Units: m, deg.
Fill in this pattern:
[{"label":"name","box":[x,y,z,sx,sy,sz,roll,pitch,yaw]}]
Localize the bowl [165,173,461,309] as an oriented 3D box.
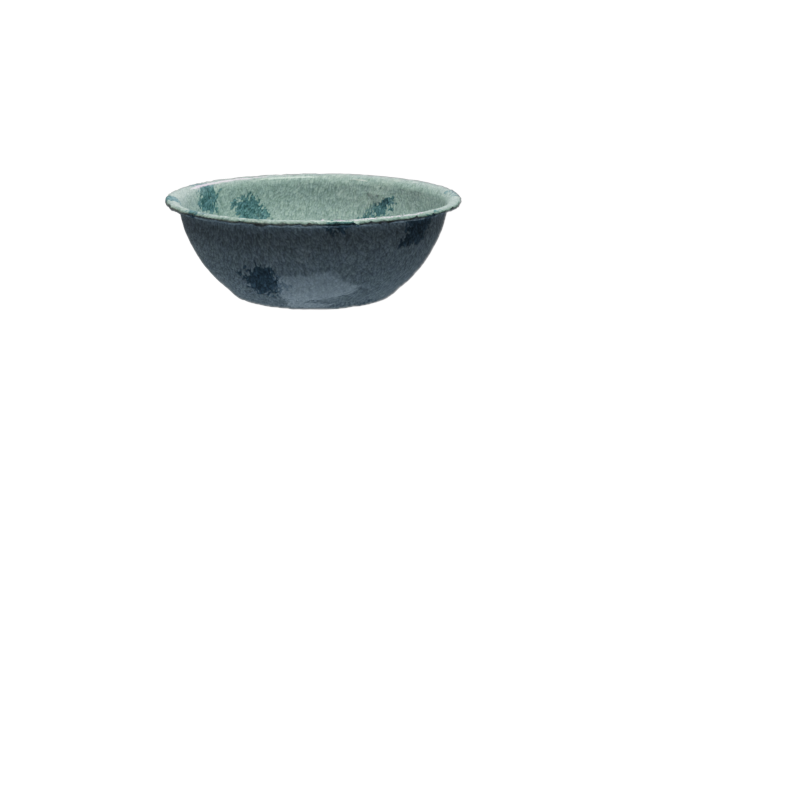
[{"label":"bowl","box":[-0.048,-0.088,0.614,0.162,0.053,0.168,-1,18,-2]}]
